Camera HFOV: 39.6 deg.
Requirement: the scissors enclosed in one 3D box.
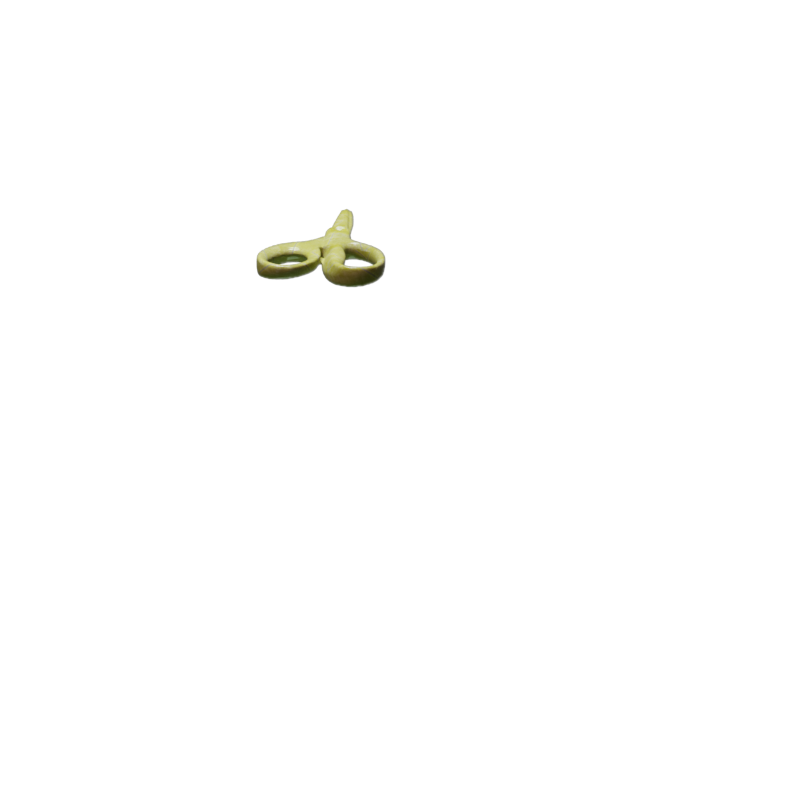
[{"bbox_3d":[-0.064,-0.116,0.812,0.095,0.015,0.212,-4,21,-11],"label":"scissors"}]
